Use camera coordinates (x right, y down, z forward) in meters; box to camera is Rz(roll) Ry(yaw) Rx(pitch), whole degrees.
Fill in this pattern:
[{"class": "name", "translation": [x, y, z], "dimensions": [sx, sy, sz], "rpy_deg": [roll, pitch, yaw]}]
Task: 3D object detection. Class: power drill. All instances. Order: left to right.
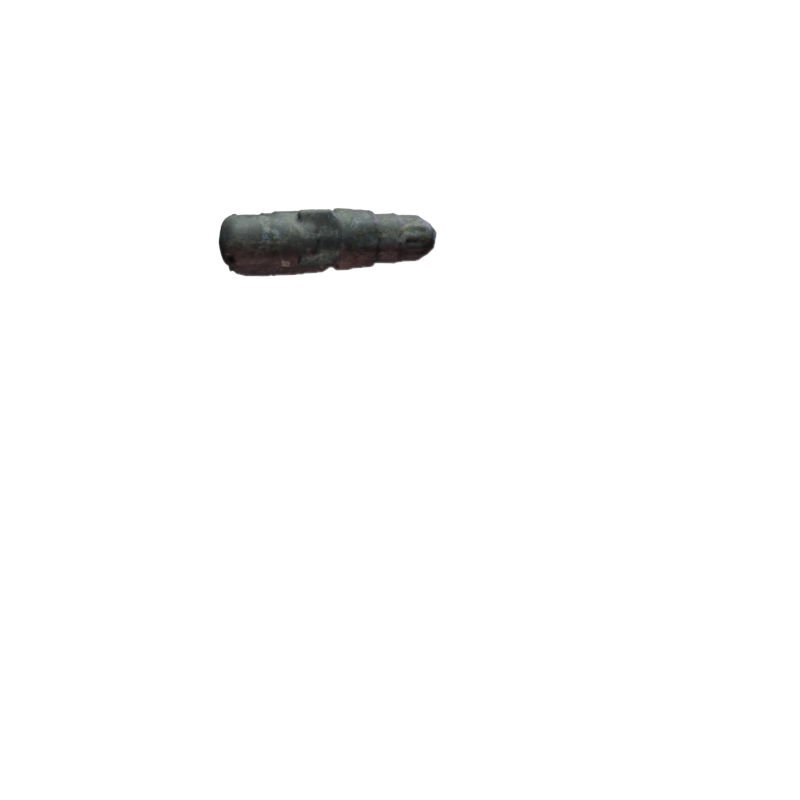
[{"class": "power drill", "translation": [-0.078, -0.142, 0.998], "dimensions": [0.181, 0.057, 0.191], "rpy_deg": [-1, 4, -14]}]
